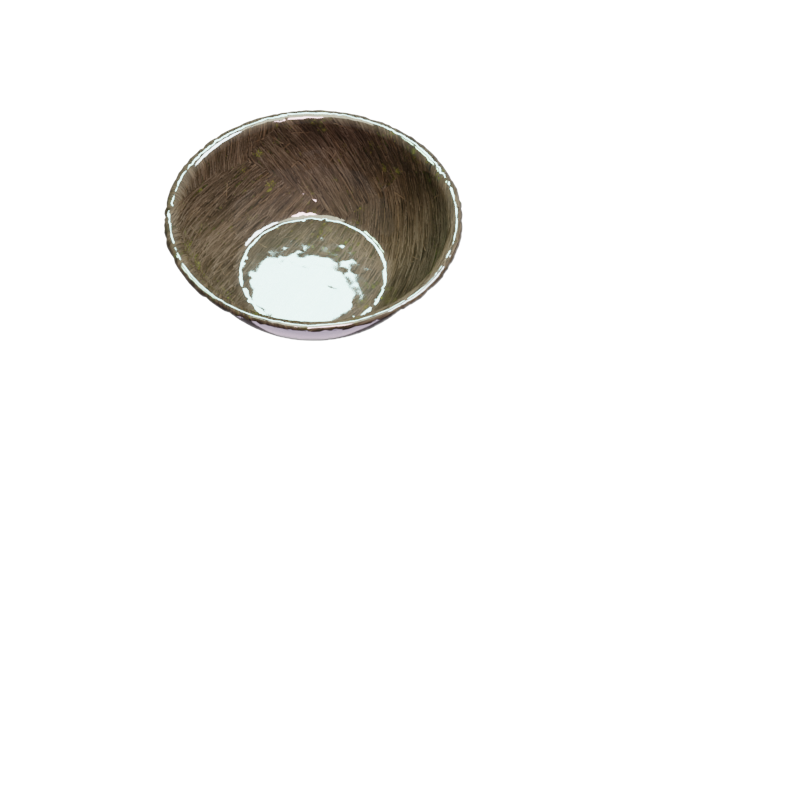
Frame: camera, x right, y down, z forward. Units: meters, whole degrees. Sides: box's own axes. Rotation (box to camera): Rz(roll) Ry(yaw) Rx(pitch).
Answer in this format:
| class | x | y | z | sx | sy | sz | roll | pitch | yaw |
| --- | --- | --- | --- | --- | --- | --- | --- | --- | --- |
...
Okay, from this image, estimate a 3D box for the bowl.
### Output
| class | x | y | z | sx | sy | sz | roll | pitch | yaw |
| --- | --- | --- | --- | --- | --- | --- | --- | --- | --- |
| bowl | -0.049 | -0.089 | 0.620 | 0.162 | 0.174 | 0.051 | -1 | -38 | -1 |
